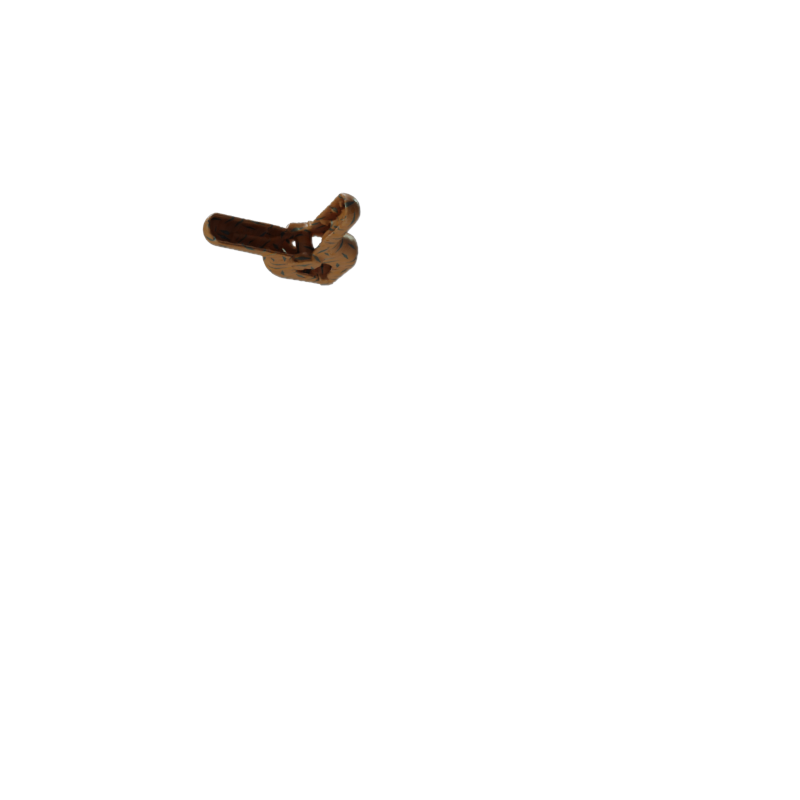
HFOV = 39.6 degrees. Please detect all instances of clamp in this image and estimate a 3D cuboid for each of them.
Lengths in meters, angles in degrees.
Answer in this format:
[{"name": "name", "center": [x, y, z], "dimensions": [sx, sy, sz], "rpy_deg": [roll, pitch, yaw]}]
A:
[{"name": "clamp", "center": [-0.070, -0.127, 0.889], "dimensions": [0.123, 0.040, 0.164], "rpy_deg": [-2, -6, 19]}]
